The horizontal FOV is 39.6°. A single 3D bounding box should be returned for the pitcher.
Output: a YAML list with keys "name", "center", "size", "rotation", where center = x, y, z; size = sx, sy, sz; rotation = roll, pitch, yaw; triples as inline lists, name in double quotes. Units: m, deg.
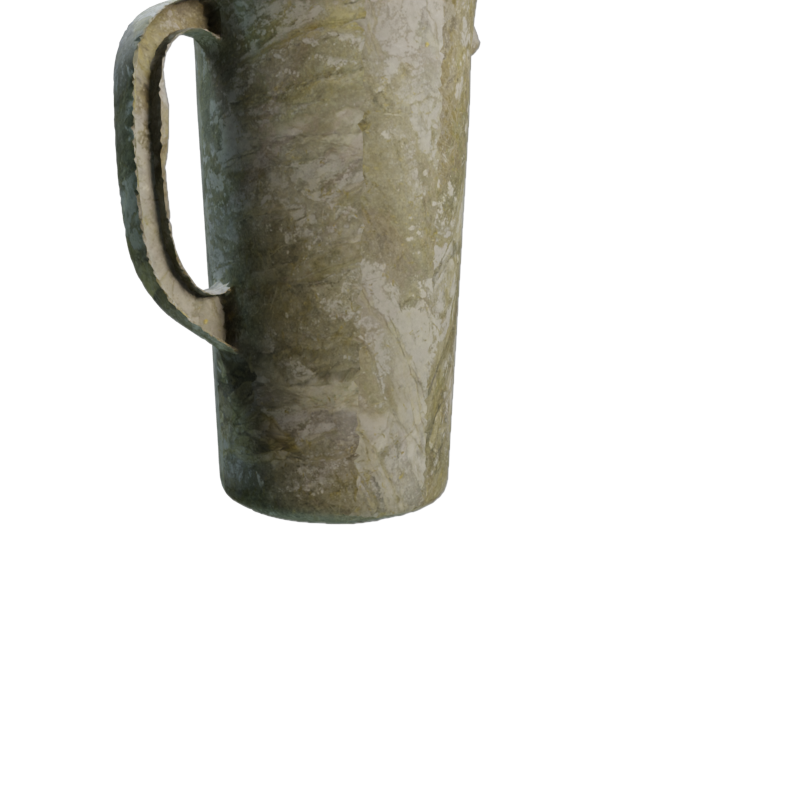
- name: "pitcher"
  center: [-0.040, -0.073, 0.514]
  size: [0.151, 0.241, 0.144]
  rotation: [1, 4, 9]
